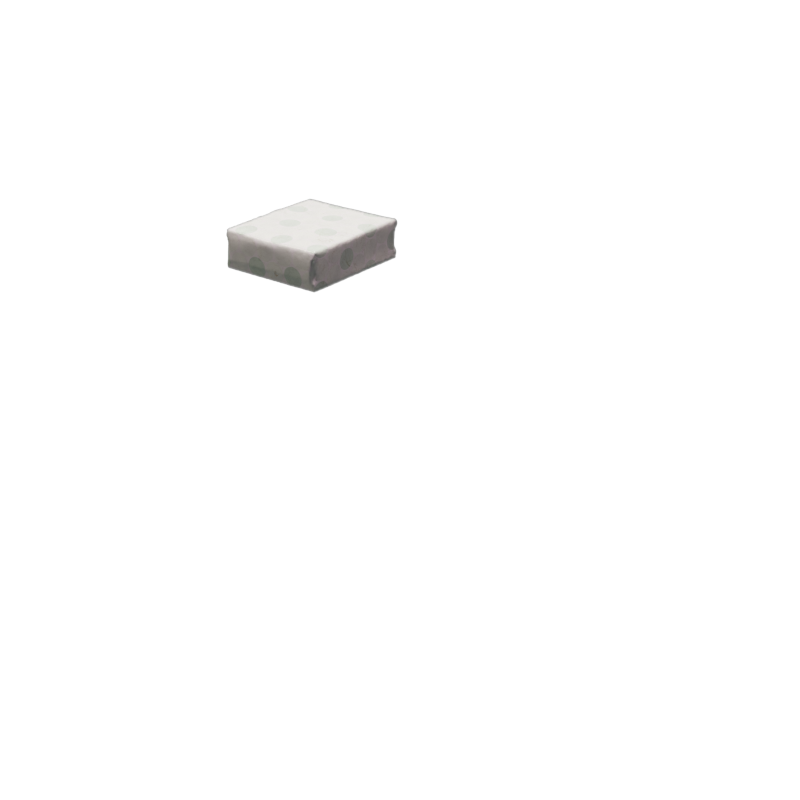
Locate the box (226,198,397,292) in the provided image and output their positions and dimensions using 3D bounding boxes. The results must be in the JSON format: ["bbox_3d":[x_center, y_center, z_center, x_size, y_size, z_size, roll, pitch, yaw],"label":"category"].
[{"bbox_3d":[-0.056,-0.102,0.715,0.077,0.029,0.089,18,31,33],"label":"box"}]
